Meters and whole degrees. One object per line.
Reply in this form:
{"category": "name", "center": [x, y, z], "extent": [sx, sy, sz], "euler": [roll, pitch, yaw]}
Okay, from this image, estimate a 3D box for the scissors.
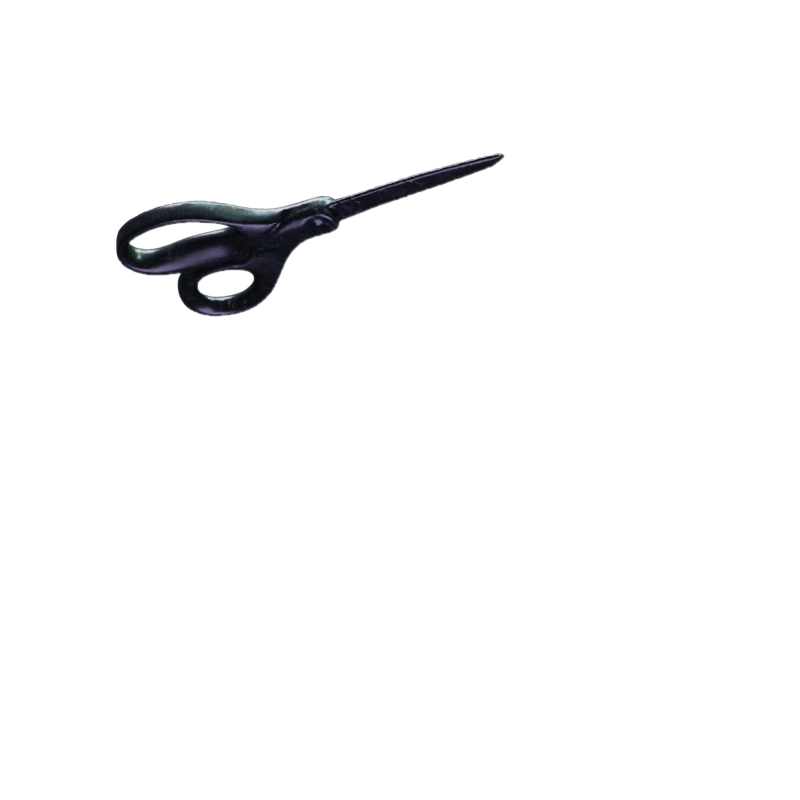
{"category": "scissors", "center": [-0.045, -0.081, 0.570], "extent": [0.203, 0.017, 0.089], "euler": [-6, -33, 9]}
